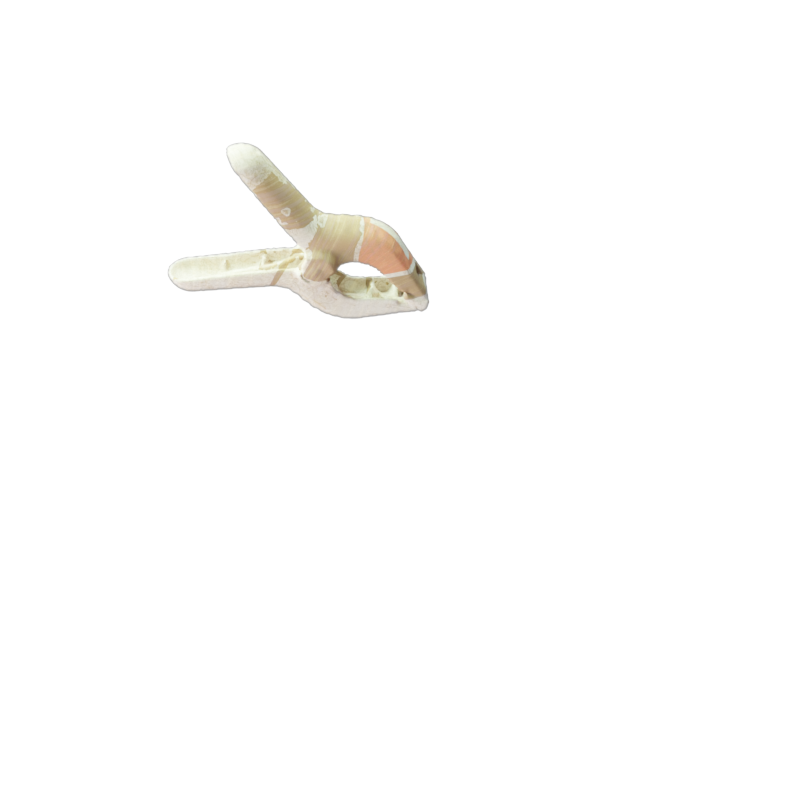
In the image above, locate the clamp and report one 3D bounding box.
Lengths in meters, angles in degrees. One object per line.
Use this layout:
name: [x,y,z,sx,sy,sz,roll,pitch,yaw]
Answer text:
clamp: [-0.056,-0.102,0.716,0.168,0.042,0.114,10,-41,-13]
